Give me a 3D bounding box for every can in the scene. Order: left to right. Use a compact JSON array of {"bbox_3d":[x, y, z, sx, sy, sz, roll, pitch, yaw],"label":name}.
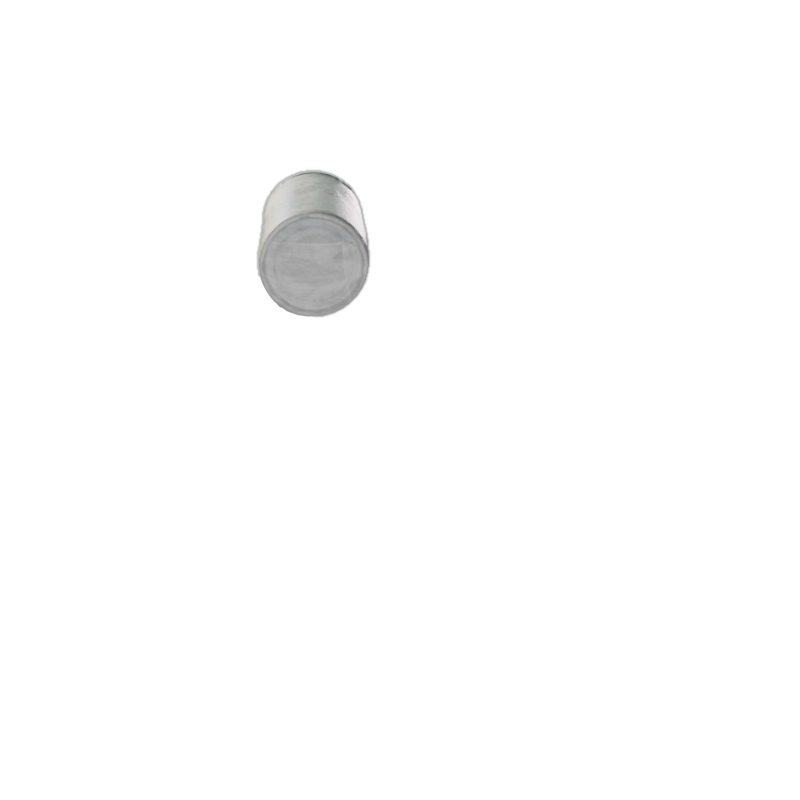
[{"bbox_3d":[-0.055,-0.100,0.704,0.068,0.065,0.107,0,22,-3],"label":"can"}]
